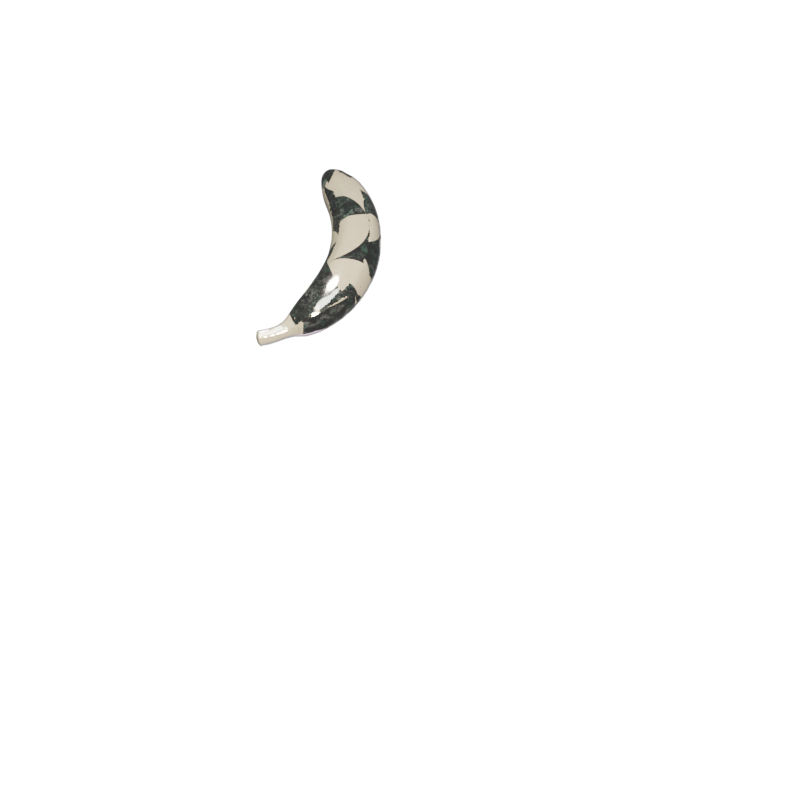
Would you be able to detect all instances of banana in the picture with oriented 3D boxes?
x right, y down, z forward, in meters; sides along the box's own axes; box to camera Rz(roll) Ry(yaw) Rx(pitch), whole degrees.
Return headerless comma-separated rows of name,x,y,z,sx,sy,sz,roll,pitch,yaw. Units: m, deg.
banana,-0.048,-0.113,0.832,0.071,0.034,0.209,9,45,8
